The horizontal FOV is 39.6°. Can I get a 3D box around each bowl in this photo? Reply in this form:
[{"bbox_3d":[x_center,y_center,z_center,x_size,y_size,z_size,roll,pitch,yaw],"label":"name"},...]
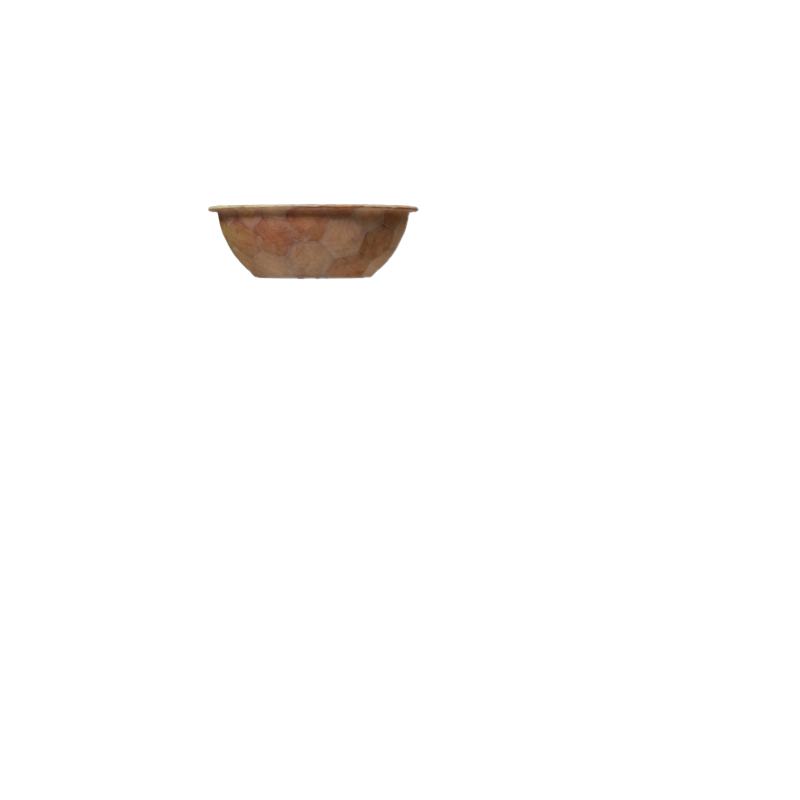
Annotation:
[{"bbox_3d":[-0.067,-0.122,0.853,0.162,0.055,0.164,0,7,-2],"label":"bowl"}]
